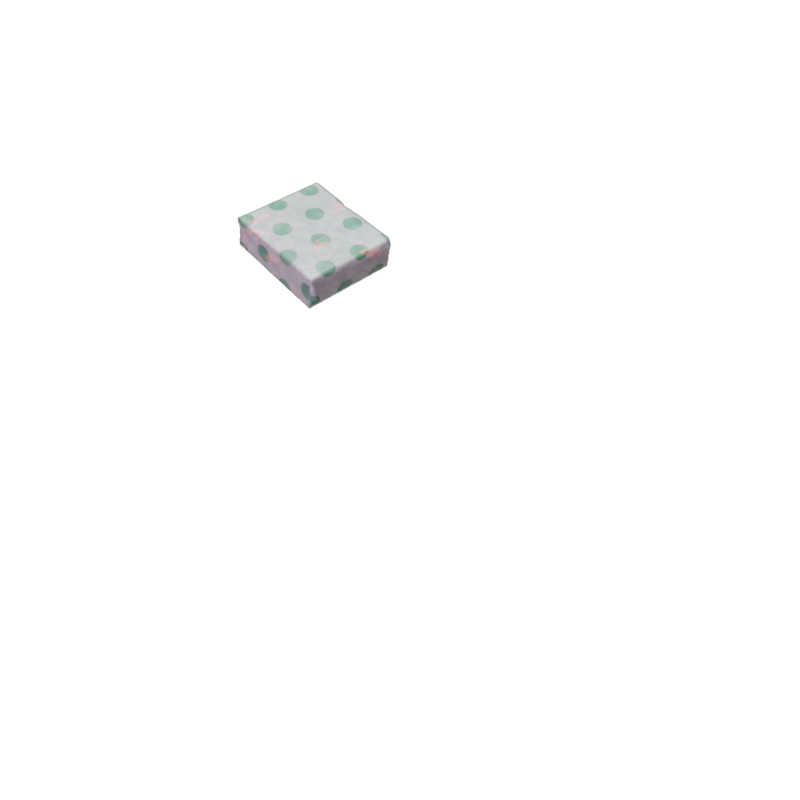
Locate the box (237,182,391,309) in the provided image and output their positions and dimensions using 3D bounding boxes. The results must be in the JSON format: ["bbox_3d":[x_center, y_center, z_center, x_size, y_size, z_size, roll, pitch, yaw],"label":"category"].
[{"bbox_3d":[-0.063,-0.114,0.801,0.073,0.028,0.096,-29,51,-27],"label":"box"}]
